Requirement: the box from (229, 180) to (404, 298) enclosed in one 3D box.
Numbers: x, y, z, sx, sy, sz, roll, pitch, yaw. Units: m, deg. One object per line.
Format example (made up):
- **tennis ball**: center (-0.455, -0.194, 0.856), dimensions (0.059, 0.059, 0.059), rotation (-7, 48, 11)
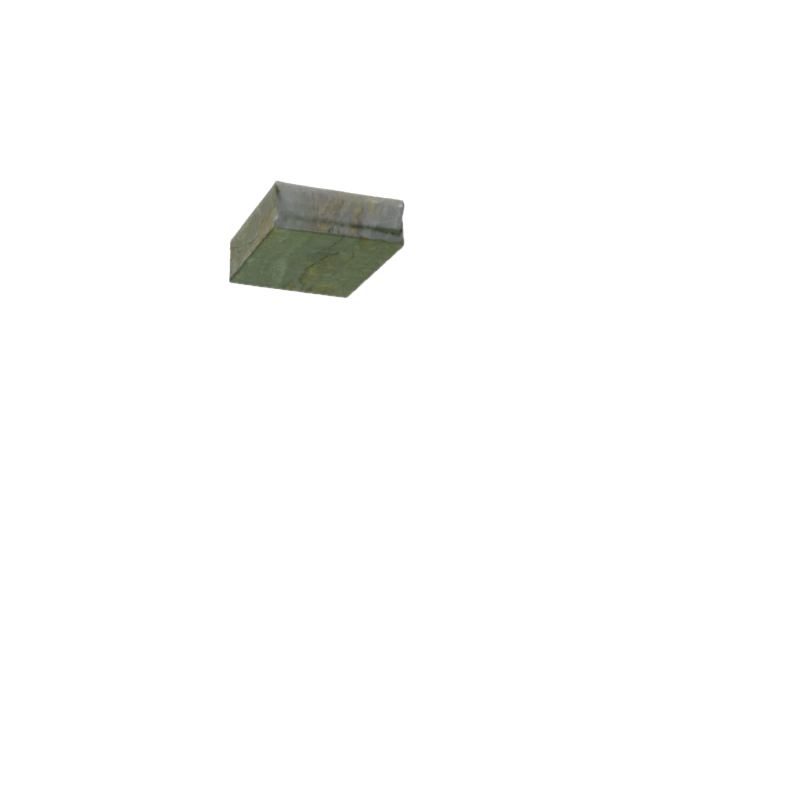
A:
- **box**: center (-0.048, -0.087, 0.608), dimensions (0.071, 0.032, 0.088), rotation (6, -18, -21)
